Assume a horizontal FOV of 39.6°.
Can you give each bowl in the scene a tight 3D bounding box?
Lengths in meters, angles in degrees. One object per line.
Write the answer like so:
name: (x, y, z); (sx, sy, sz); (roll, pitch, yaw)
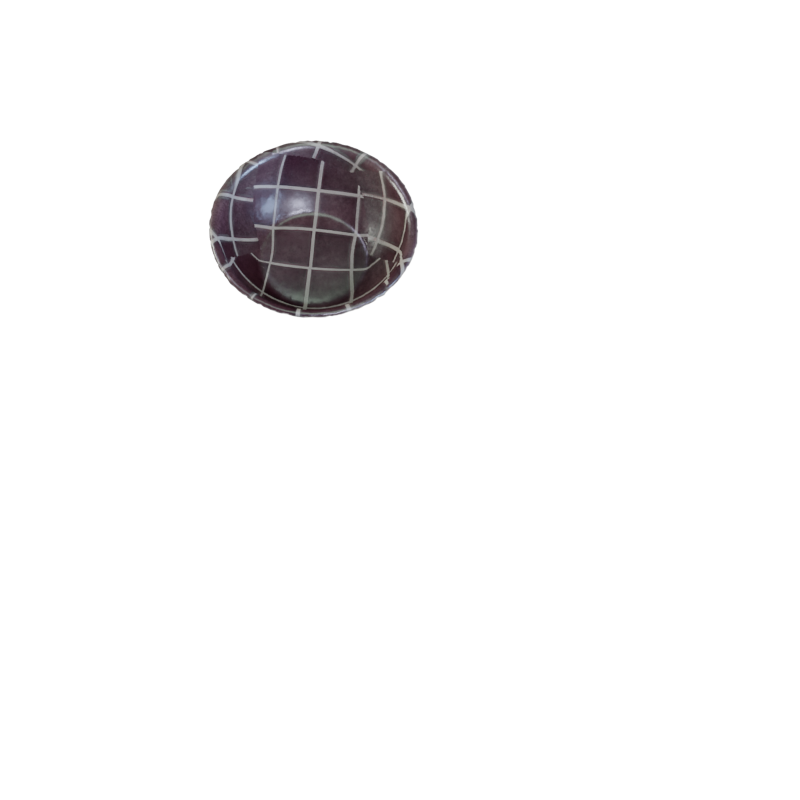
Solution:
bowl: (-0.069, -0.125, 0.877); (0.162, 0.173, 0.052); (-1, -29, -1)
